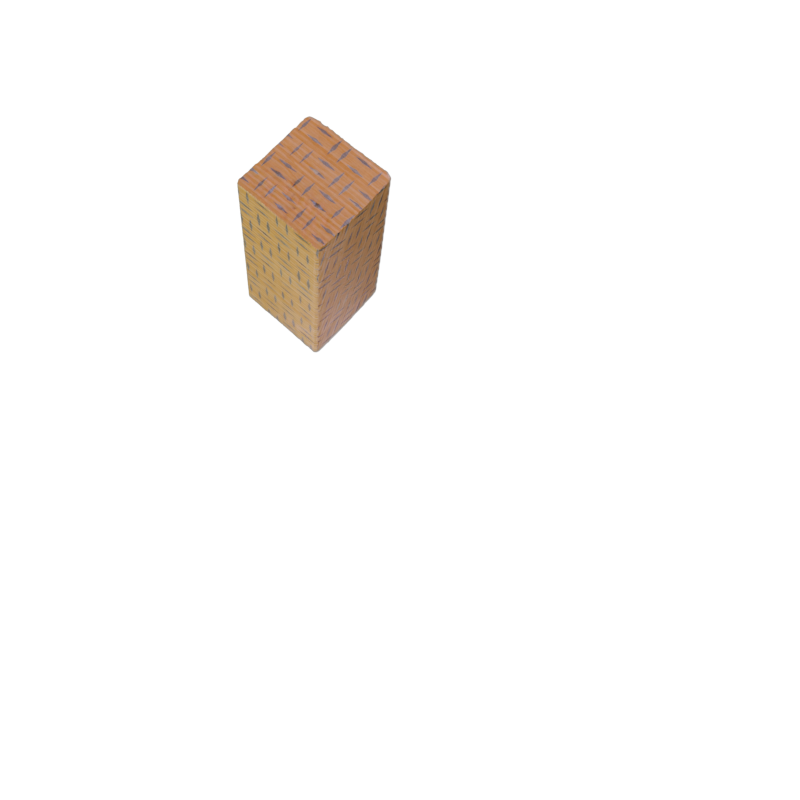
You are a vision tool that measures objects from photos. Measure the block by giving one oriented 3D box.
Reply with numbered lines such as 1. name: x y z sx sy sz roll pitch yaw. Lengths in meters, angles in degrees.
1. block: -0.074 -0.136 0.954 0.094 0.091 0.196 40 -19 12
